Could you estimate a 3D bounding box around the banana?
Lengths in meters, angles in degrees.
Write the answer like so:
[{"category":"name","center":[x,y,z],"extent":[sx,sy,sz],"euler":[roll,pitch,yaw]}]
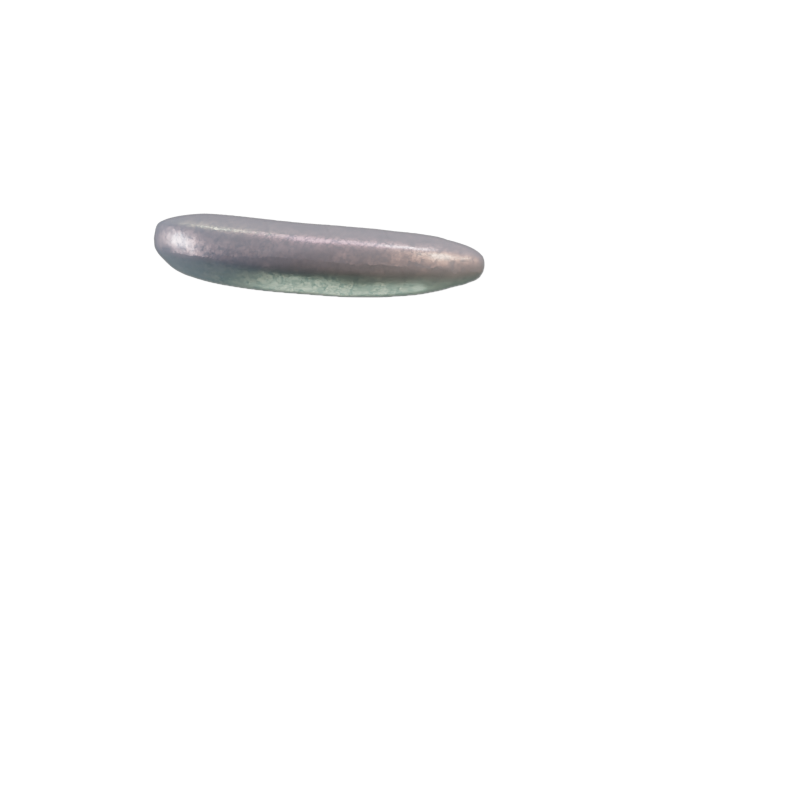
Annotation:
[{"category":"banana","center":[-0.058,-0.081,0.598],"extent":[0.204,0.035,0.070],"euler":[10,24,21]}]
